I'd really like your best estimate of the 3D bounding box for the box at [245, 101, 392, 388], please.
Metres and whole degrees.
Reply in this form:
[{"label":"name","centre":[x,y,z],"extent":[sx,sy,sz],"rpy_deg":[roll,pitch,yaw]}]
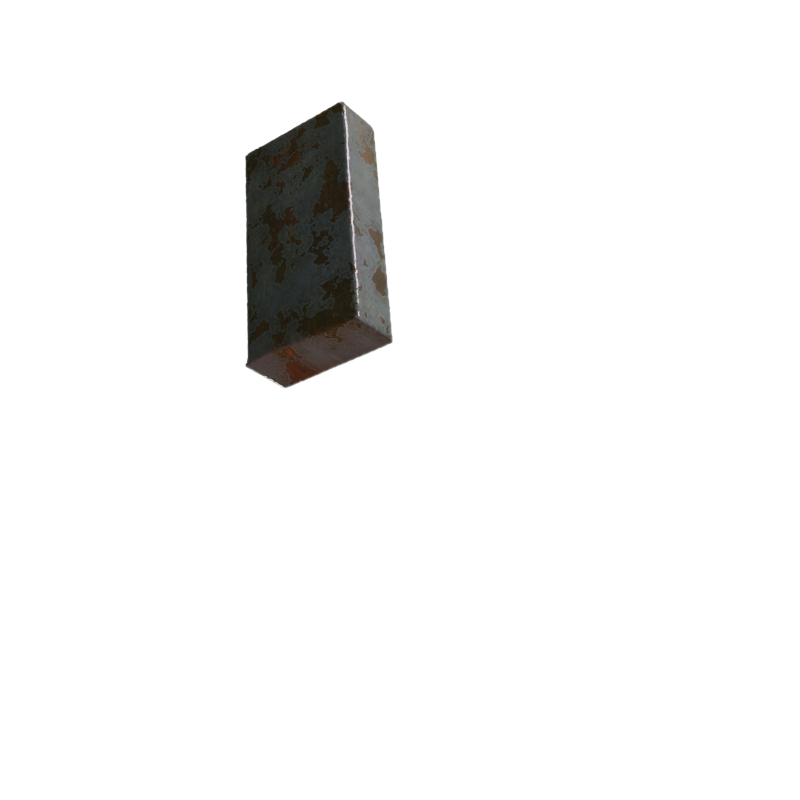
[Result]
[{"label":"box","centre":[-0.058,-0.106,0.743],"extent":[0.094,0.188,0.045],"rpy_deg":[-23,-39,29]}]
